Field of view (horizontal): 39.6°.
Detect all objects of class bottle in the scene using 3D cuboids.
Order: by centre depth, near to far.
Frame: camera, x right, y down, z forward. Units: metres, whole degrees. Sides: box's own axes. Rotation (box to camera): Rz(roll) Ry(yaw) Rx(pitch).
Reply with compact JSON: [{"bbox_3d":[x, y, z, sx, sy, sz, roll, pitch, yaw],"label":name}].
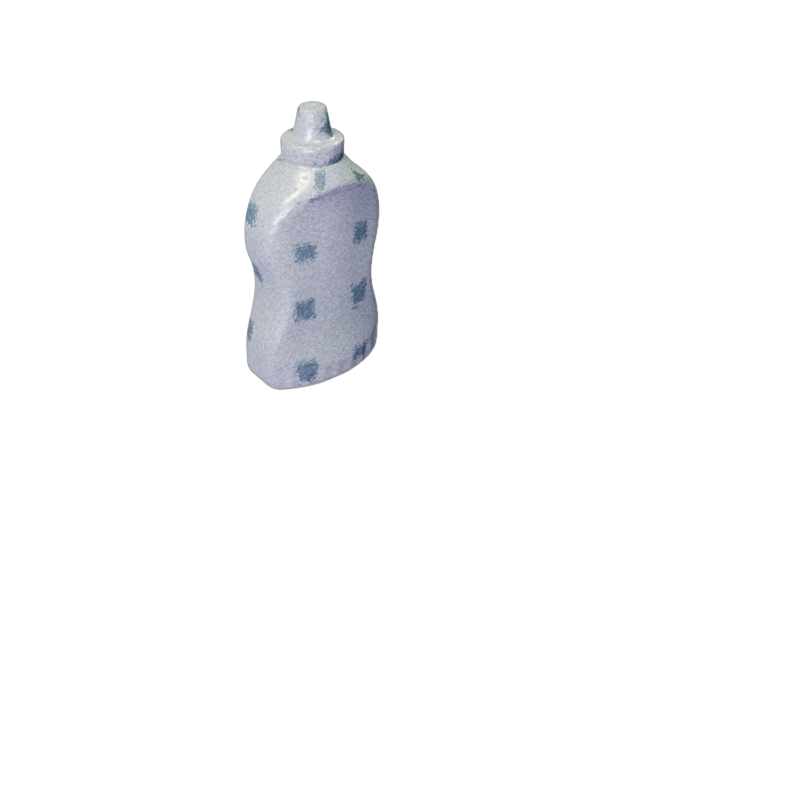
[{"bbox_3d":[-0.058,-0.105,0.736,0.095,0.180,0.063,-20,37,-32],"label":"bottle"}]
